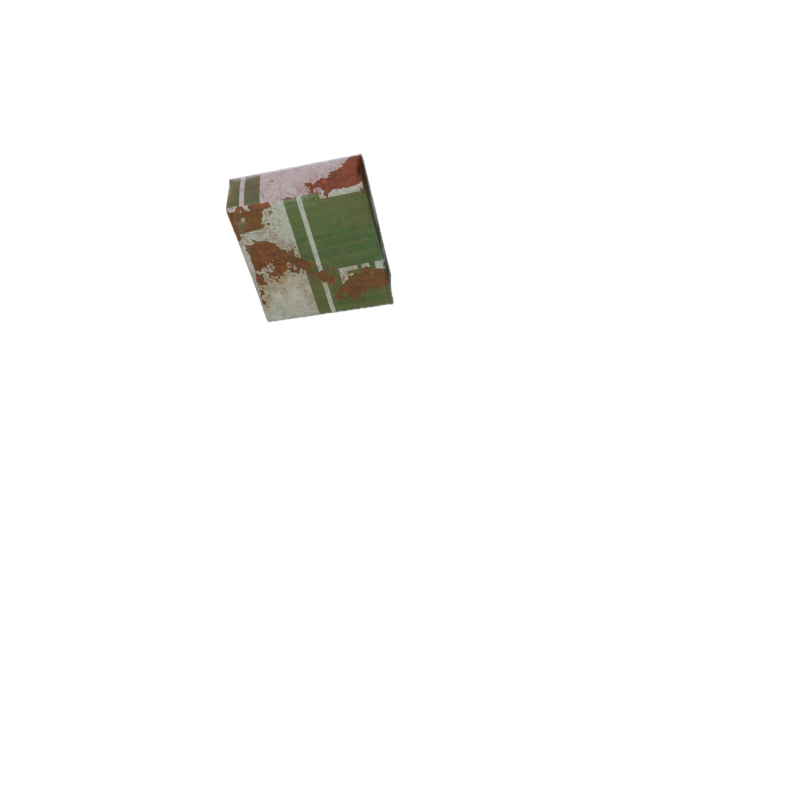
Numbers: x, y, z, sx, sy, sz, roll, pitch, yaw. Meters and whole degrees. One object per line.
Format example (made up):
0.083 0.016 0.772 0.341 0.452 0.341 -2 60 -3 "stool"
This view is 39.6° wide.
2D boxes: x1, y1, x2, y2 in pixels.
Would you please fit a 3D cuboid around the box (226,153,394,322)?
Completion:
-0.047 -0.086 0.601 0.074 0.032 0.082 -9 -46 8 "box"
